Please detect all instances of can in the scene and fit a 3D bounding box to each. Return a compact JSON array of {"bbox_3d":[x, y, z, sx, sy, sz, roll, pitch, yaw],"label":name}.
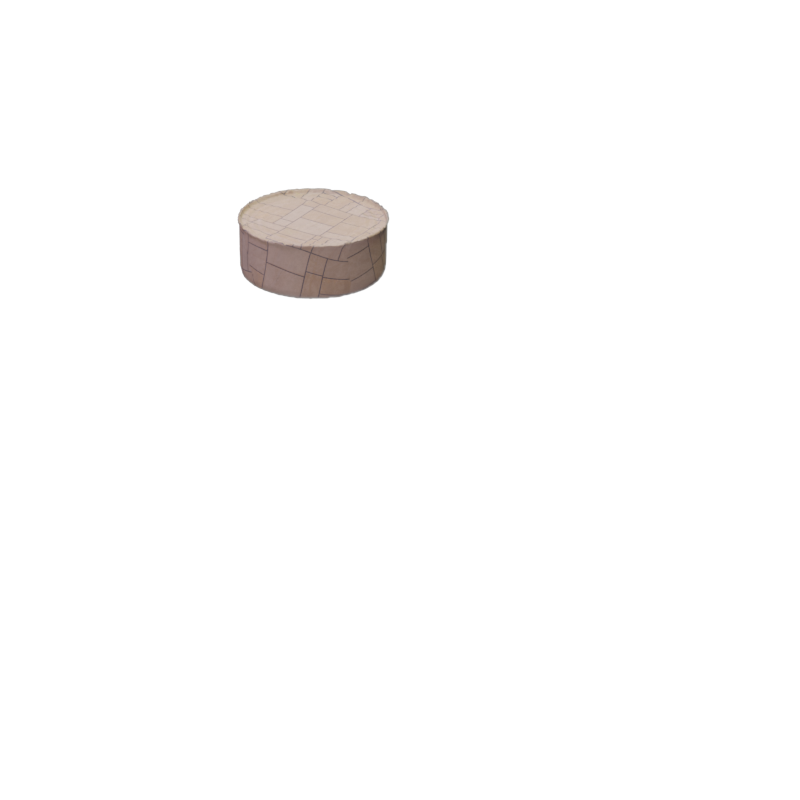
[{"bbox_3d":[-0.050,-0.091,0.634,0.086,0.032,0.091,-1,30,-2],"label":"can"}]
